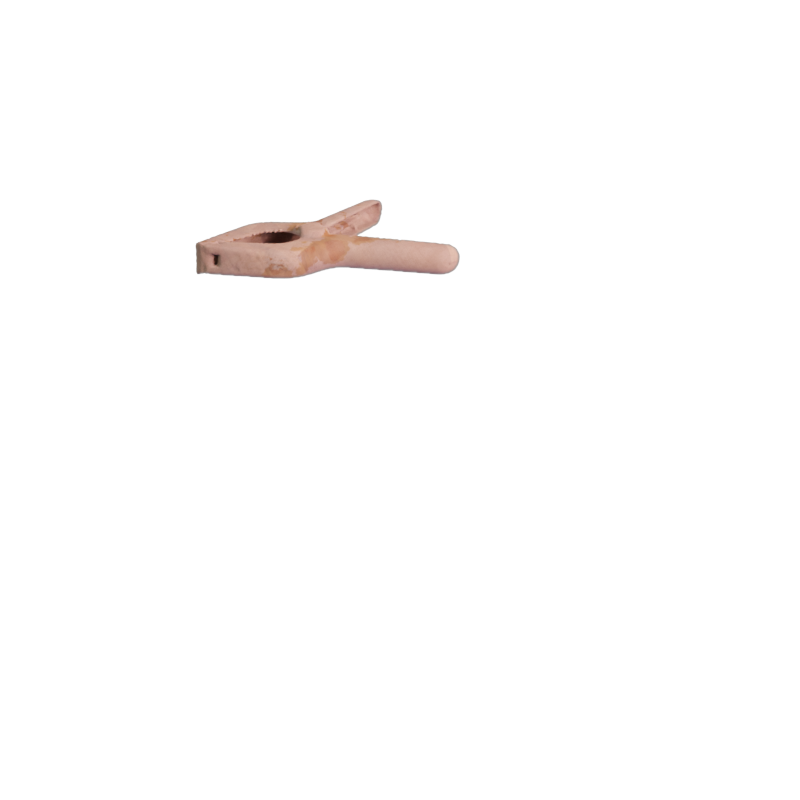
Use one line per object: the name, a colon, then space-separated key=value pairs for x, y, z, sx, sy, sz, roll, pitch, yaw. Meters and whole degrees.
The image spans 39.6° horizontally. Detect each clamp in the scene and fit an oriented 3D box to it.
clamp: x=-0.075 y=-0.136 z=0.956 sx=0.207 sy=0.035 sz=0.175 roll=-7 pitch=25 yaw=-15
